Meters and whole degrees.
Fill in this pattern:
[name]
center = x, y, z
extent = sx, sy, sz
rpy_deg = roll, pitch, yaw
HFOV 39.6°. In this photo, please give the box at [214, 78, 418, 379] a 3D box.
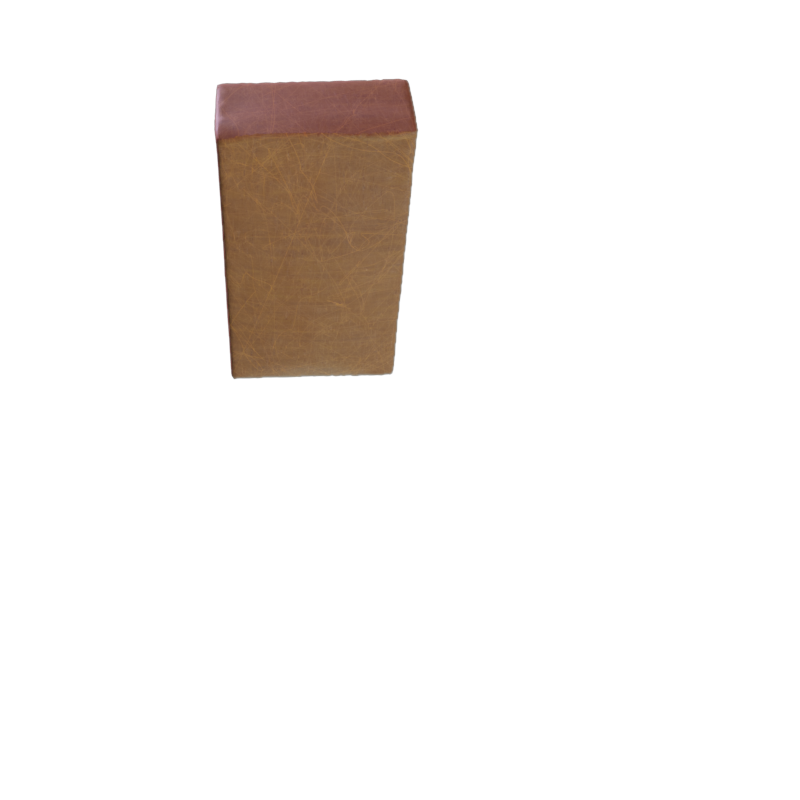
[box]
center = -0.044, -0.080, 0.564
extent = 0.093, 0.052, 0.164
rpy_deg = -1, -38, -4
